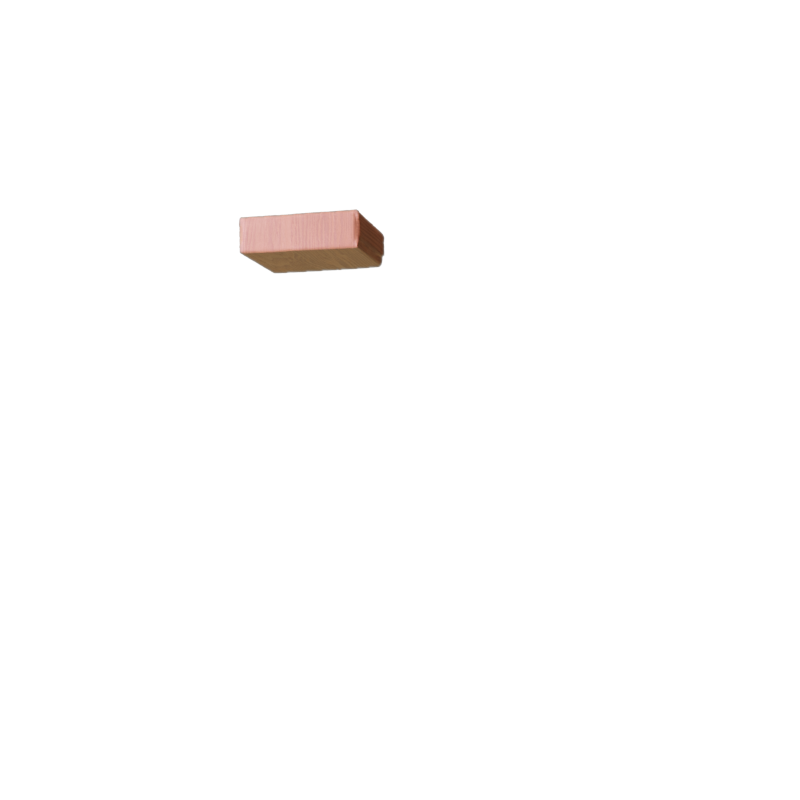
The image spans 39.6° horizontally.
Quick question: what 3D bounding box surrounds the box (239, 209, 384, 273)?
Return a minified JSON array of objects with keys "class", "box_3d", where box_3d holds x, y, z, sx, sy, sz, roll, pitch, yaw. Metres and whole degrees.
[{"class":"box","box_3d":[-0.063,-0.115,0.802,0.091,0.031,0.070,-2,-6,16]}]
